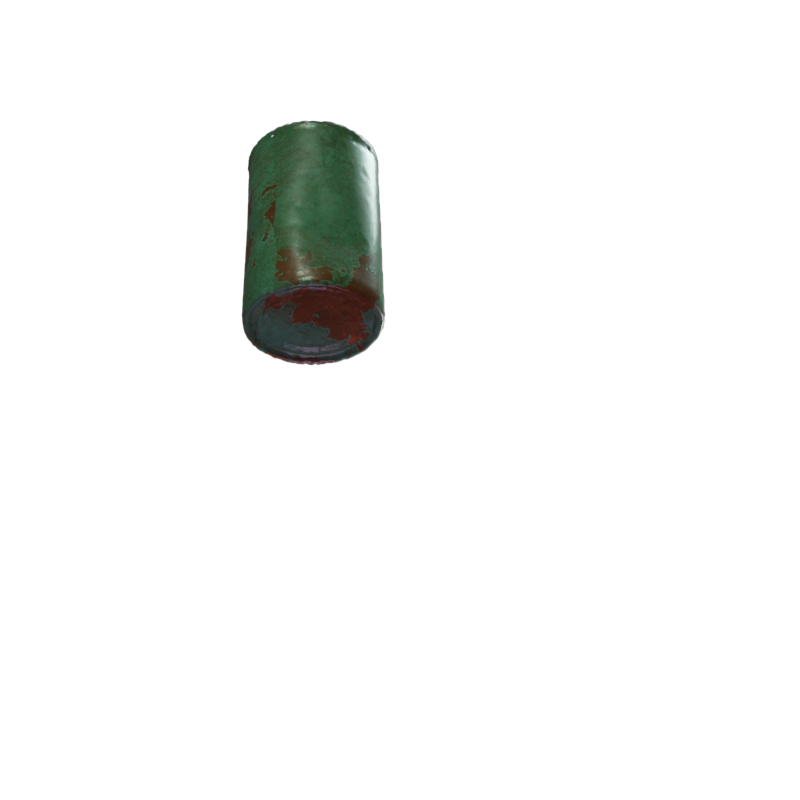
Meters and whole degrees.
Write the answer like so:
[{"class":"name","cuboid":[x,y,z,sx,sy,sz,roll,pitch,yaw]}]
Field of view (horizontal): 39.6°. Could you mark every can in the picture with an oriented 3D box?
[{"class":"can","cuboid":[-0.043,-0.078,0.543,0.068,0.109,0.064,-1,-36,-2]}]
